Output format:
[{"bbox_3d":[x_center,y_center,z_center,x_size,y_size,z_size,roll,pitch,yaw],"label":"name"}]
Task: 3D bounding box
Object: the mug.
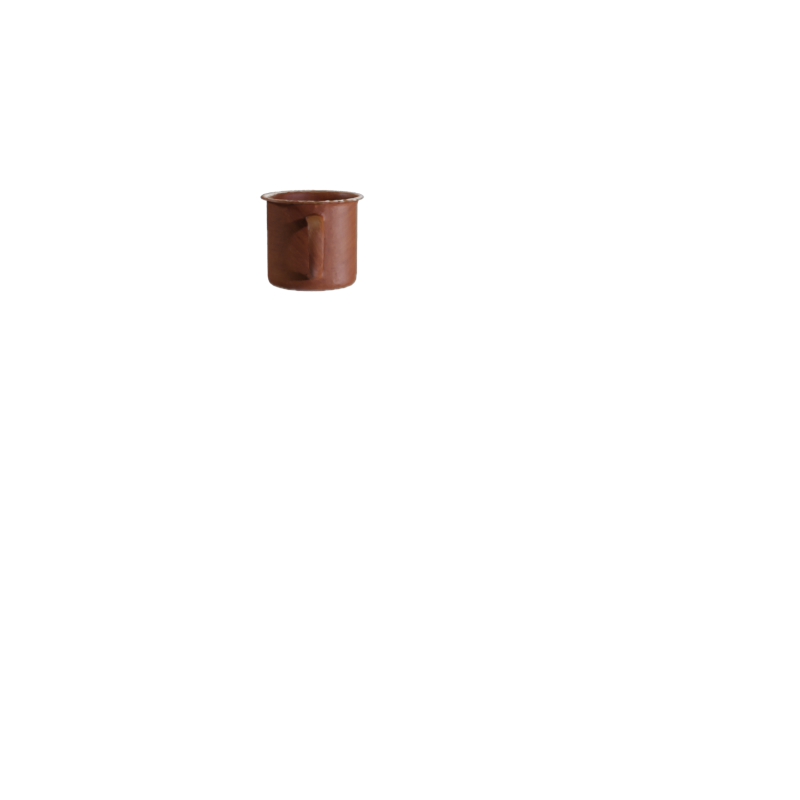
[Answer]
[{"bbox_3d":[-0.078,-0.142,0.992,0.092,0.079,0.122,-2,14,-8],"label":"mug"}]
